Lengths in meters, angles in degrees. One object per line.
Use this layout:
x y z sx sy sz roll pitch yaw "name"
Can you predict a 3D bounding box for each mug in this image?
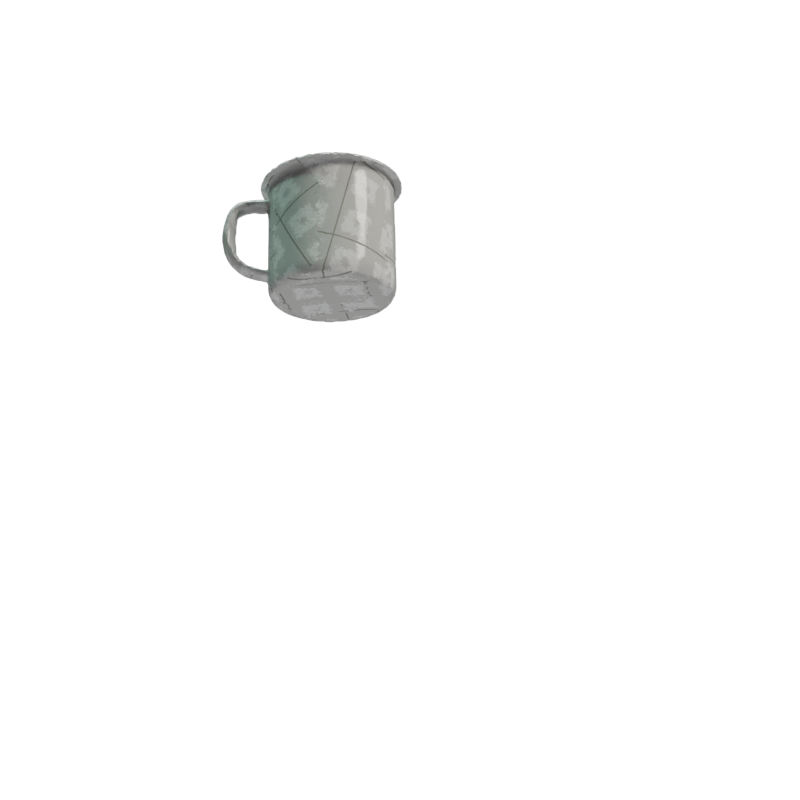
-0.056 -0.102 0.715 0.116 0.086 0.089 2 -23 -7 "mug"
